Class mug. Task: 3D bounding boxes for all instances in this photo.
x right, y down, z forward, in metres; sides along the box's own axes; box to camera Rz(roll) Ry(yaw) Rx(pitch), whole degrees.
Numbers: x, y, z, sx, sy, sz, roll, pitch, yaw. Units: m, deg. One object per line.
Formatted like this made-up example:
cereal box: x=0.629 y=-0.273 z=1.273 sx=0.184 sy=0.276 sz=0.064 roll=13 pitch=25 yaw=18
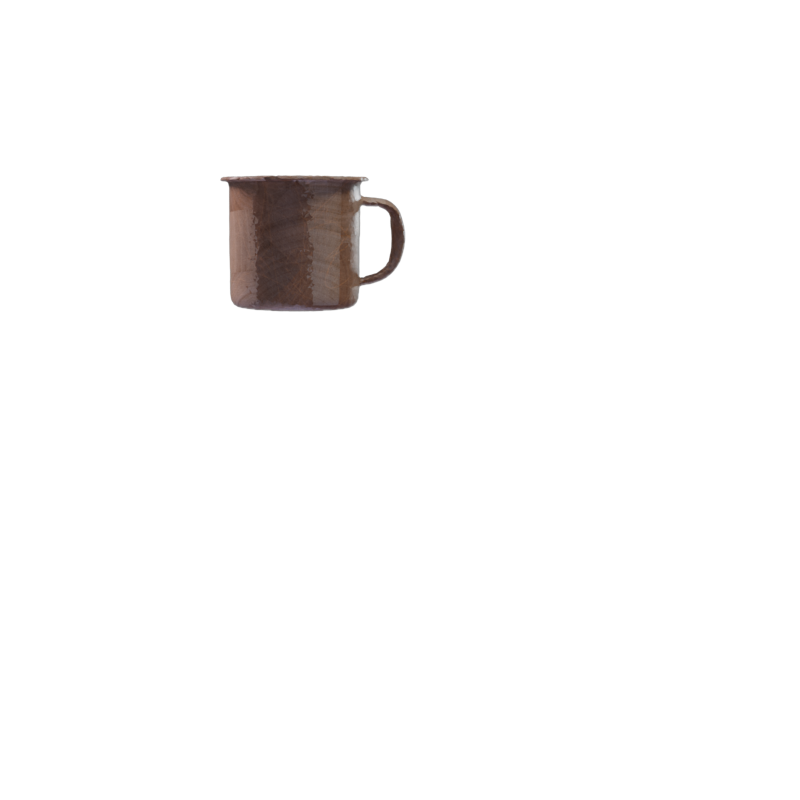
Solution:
mug: x=-0.055 y=-0.100 z=0.699 sx=0.115 sy=0.081 sz=0.096 roll=-1 pitch=7 yaw=-12
